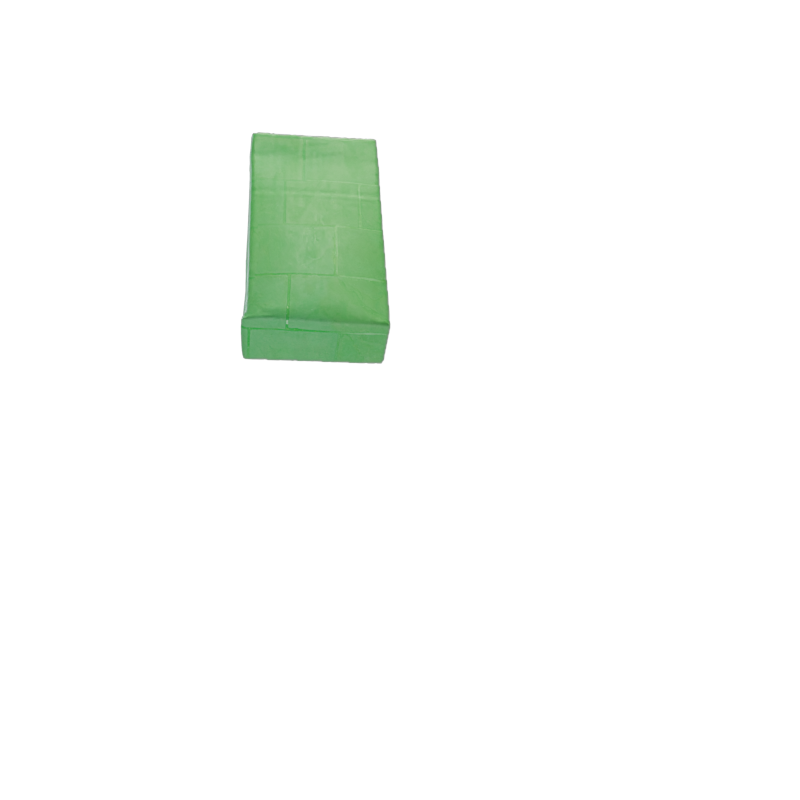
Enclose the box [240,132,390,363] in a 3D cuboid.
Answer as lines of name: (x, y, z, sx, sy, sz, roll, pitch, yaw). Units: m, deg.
box: (-0.059, -0.107, 0.751, 0.093, 0.189, 0.045, 2, -42, -5)
